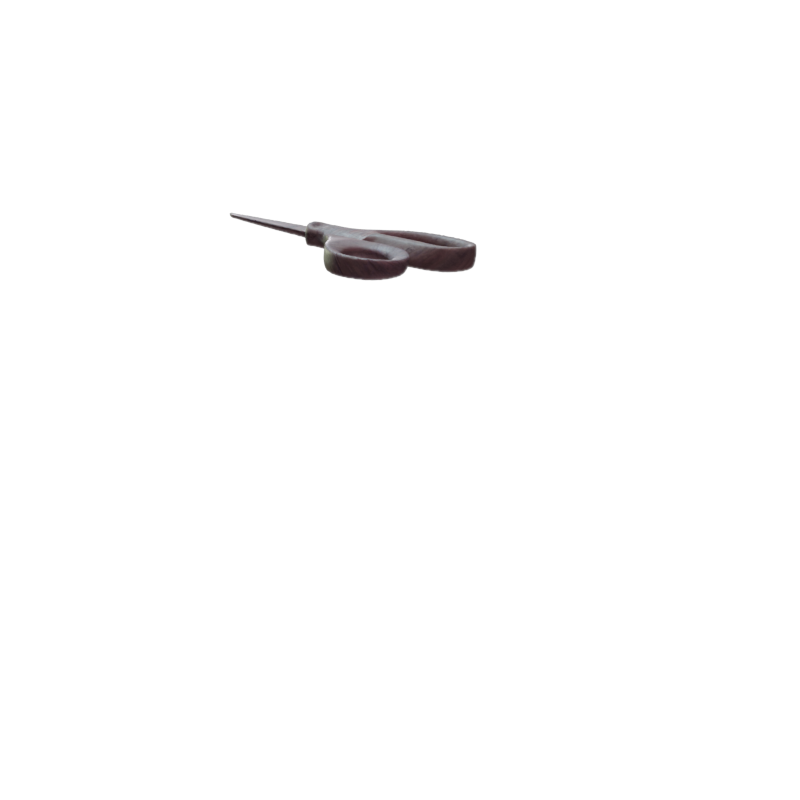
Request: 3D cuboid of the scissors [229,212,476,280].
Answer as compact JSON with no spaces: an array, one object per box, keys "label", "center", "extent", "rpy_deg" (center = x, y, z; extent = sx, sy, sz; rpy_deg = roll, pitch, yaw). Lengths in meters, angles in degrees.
[{"label":"scissors","center":[-0.053,-0.096,0.675],"extent":[0.211,0.015,0.095],"rpy_deg":[12,22,32]}]
